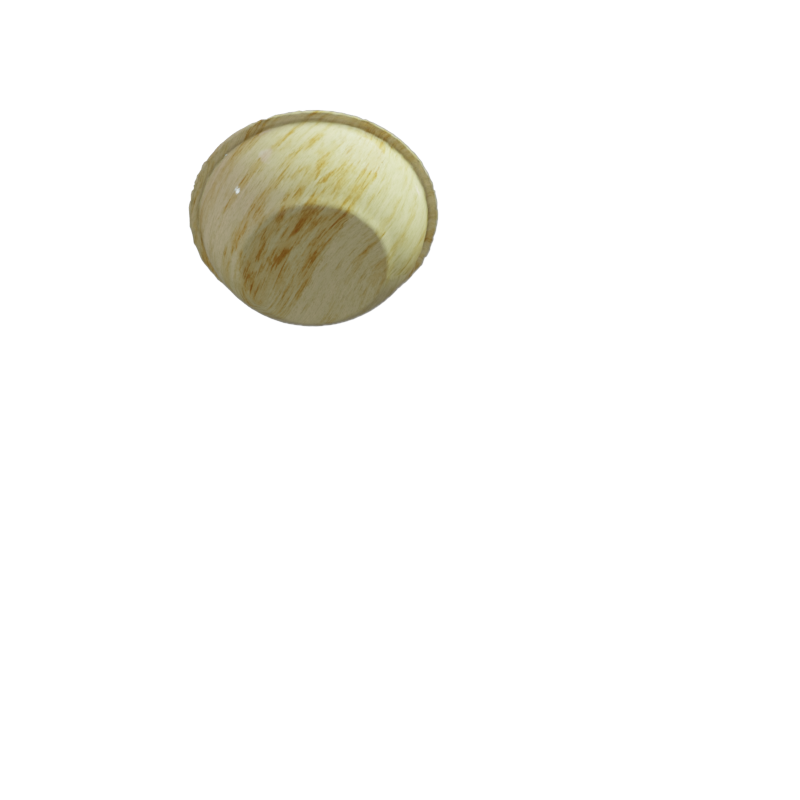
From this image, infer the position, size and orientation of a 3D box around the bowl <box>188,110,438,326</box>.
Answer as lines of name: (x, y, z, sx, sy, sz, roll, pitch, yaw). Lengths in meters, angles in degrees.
bowl: (-0.055, -0.100, 0.699, 0.162, 0.151, 0.059, 1, 38, -1)
